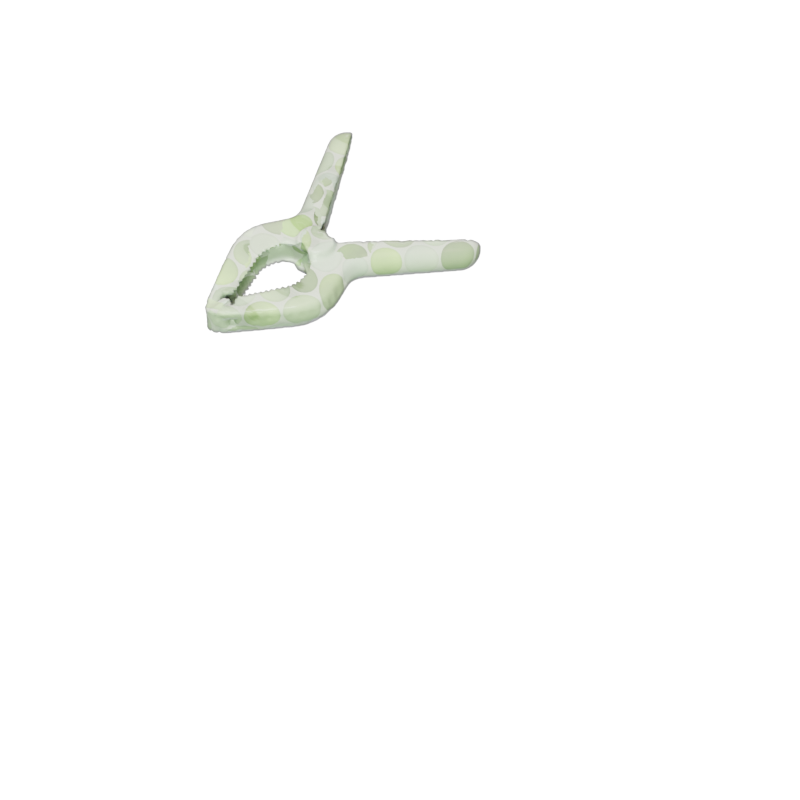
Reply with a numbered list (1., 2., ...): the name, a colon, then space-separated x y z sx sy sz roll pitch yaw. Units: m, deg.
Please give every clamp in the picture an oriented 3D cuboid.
1. clamp: -0.067 -0.122 0.858 0.210 0.176 0.034 -29 -31 -19
